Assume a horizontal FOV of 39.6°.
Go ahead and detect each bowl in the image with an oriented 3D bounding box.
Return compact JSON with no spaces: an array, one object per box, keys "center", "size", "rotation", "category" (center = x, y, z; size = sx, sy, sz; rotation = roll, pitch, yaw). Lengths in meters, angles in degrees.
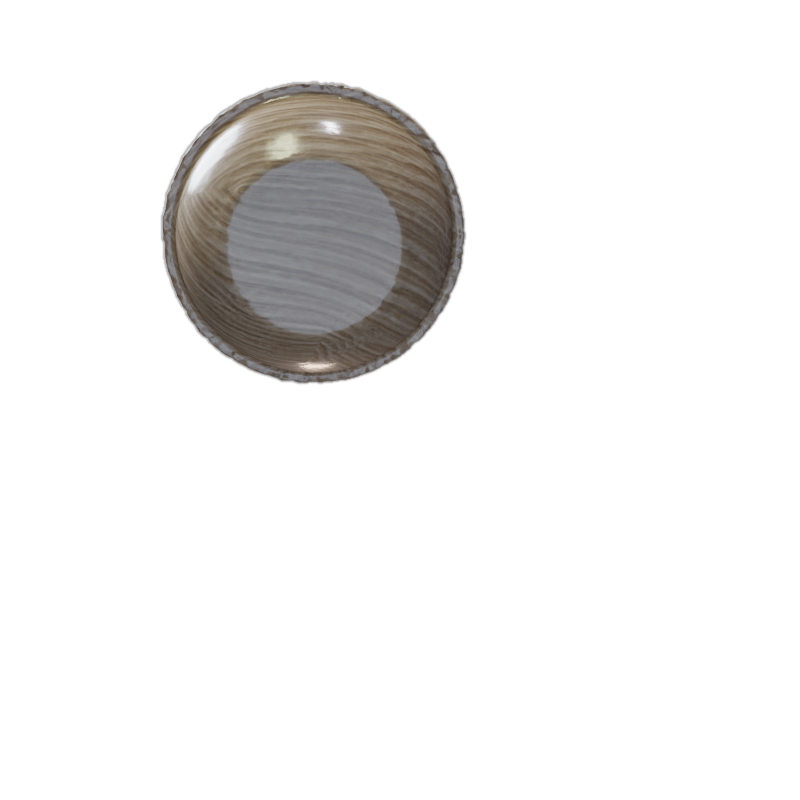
[{"center":[-0.044,-0.081,0.566],"size":[0.162,0.159,0.056],"rotation":[0,8,-1],"category":"bowl"}]
